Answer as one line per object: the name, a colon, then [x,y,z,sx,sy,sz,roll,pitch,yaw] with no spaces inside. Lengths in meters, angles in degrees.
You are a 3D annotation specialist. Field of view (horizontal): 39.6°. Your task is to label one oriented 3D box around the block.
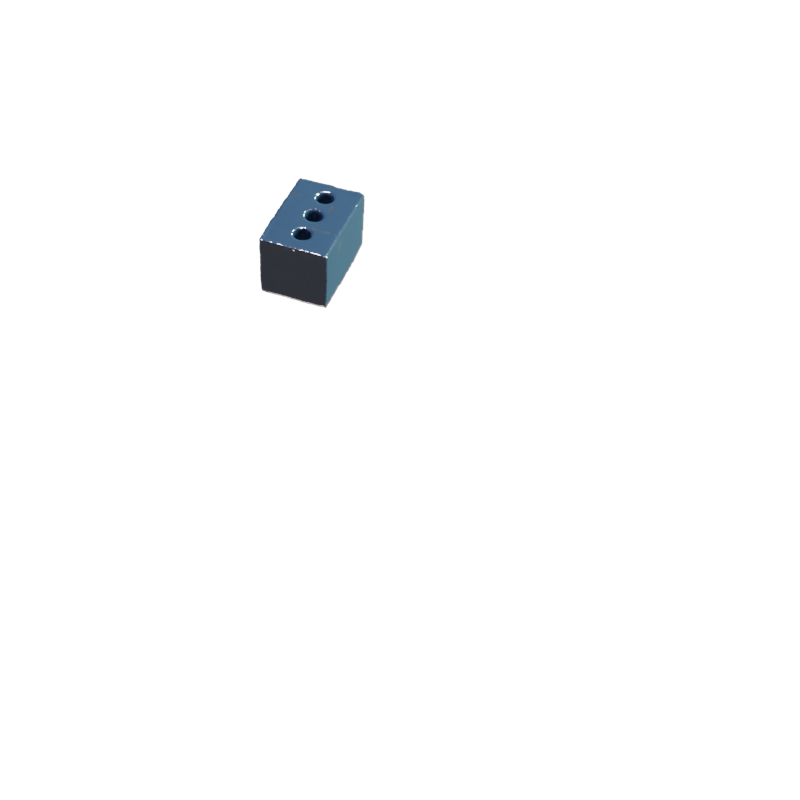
block: [-0.063,-0.115,0.805,0.054,0.048,0.081,14,47,12]
